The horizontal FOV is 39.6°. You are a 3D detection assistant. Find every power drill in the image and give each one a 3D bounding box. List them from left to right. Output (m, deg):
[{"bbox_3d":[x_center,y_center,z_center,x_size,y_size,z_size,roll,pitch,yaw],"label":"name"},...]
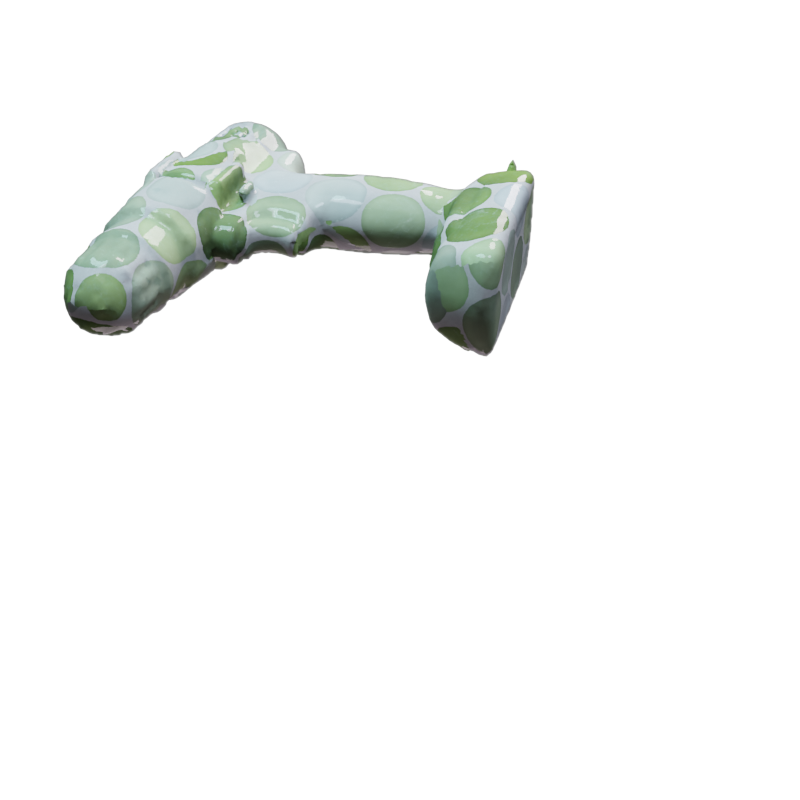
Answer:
[{"bbox_3d":[-0.041,-0.074,0.519,0.193,0.054,0.191,11,37,15],"label":"power drill"}]
